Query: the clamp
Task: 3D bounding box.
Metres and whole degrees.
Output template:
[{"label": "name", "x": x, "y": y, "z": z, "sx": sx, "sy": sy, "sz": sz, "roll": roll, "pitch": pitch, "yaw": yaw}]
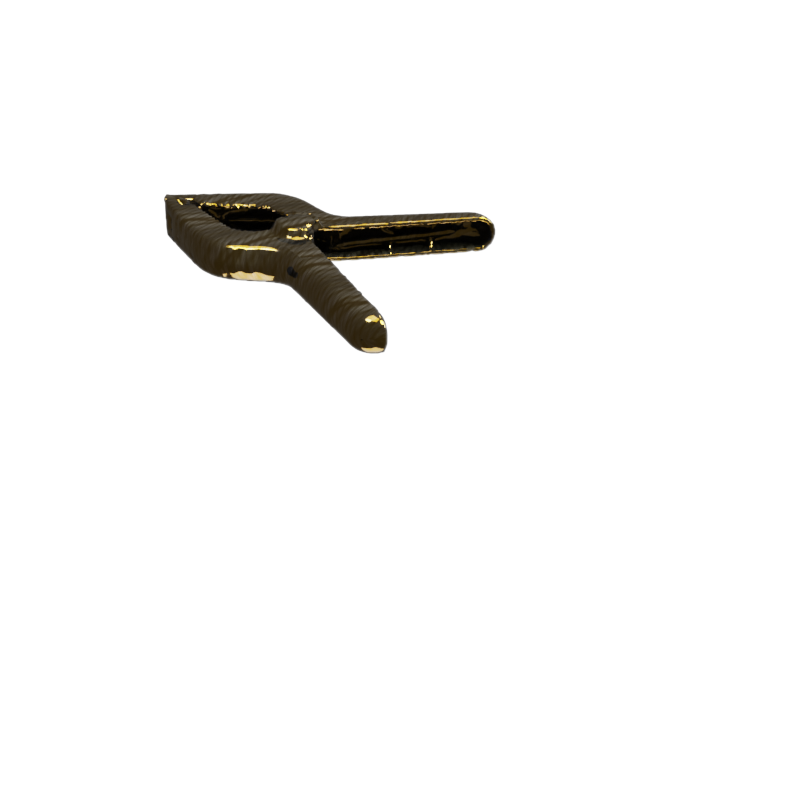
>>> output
[{"label": "clamp", "x": -0.055, "y": -0.100, "z": 0.700, "sx": 0.221, "sy": 0.034, "sz": 0.165, "roll": 20, "pitch": 36, "yaw": 30}]
